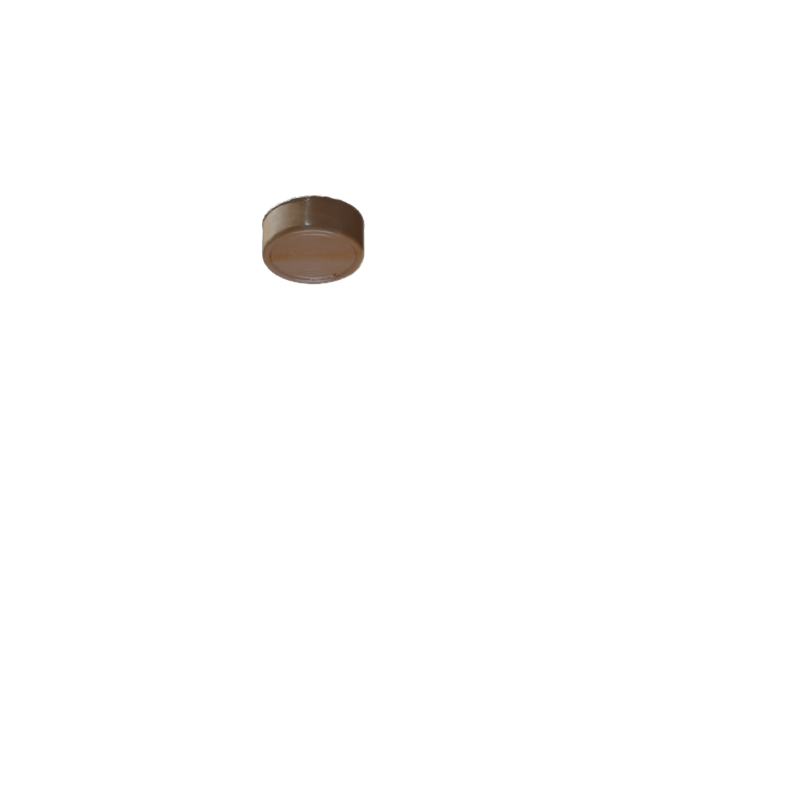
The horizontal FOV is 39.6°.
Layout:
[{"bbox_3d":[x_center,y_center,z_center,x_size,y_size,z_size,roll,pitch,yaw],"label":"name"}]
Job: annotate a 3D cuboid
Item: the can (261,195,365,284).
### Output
[{"bbox_3d":[-0.072,-0.130,0.913,0.086,0.036,0.081,1,-28,-2],"label":"can"}]
